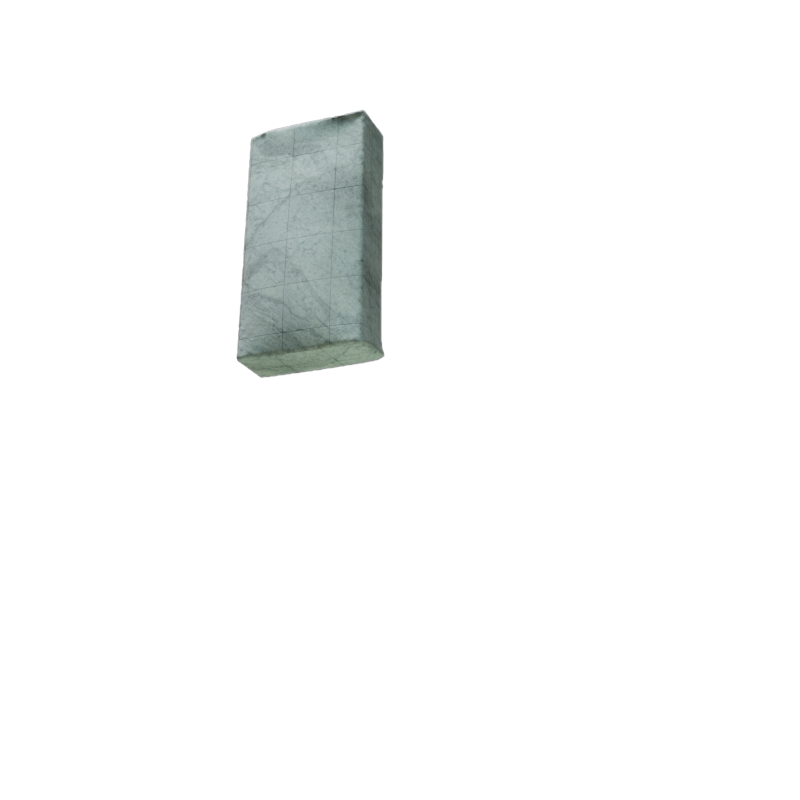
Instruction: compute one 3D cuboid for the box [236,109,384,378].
[{"bbox_3d":[-0.060,-0.109,0.765,0.095,0.186,0.045,-10,-25,20],"label":"box"}]
